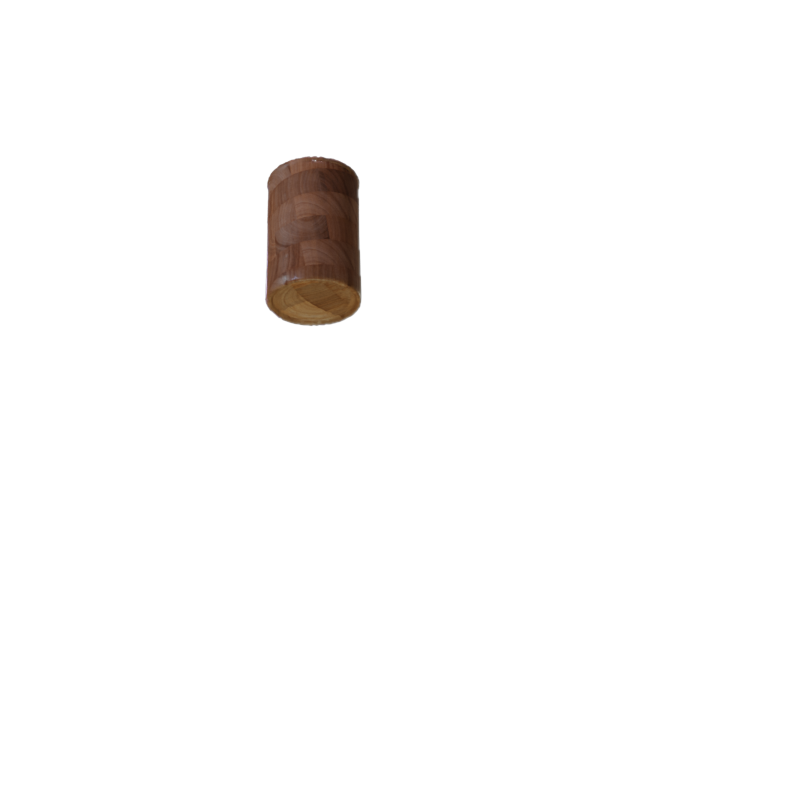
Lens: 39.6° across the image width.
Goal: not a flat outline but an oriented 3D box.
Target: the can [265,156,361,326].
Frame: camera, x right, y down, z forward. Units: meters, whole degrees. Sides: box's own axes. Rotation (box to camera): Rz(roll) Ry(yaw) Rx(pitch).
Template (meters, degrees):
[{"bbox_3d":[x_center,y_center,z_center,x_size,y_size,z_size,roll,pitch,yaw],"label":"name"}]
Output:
[{"bbox_3d":[-0.062,-0.113,0.788,0.068,0.109,0.064,0,-30,-2],"label":"can"}]
